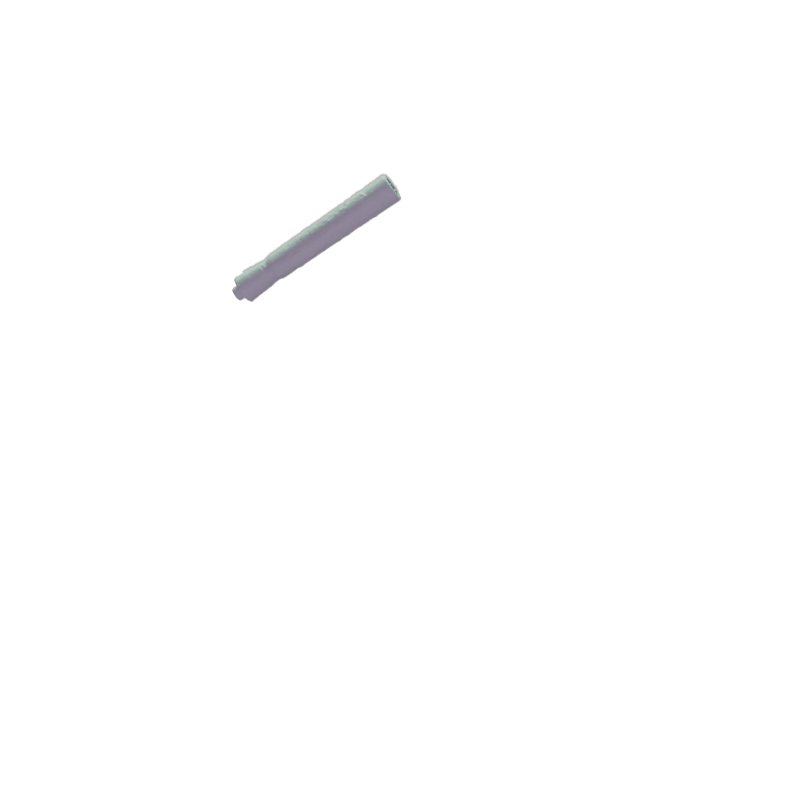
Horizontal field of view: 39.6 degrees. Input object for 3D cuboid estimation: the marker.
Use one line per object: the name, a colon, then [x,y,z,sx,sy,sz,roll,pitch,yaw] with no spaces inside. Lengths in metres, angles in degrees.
marker: [-0.054,-0.098,0.689,0.120,0.020,0.020,-33,-3,12]
